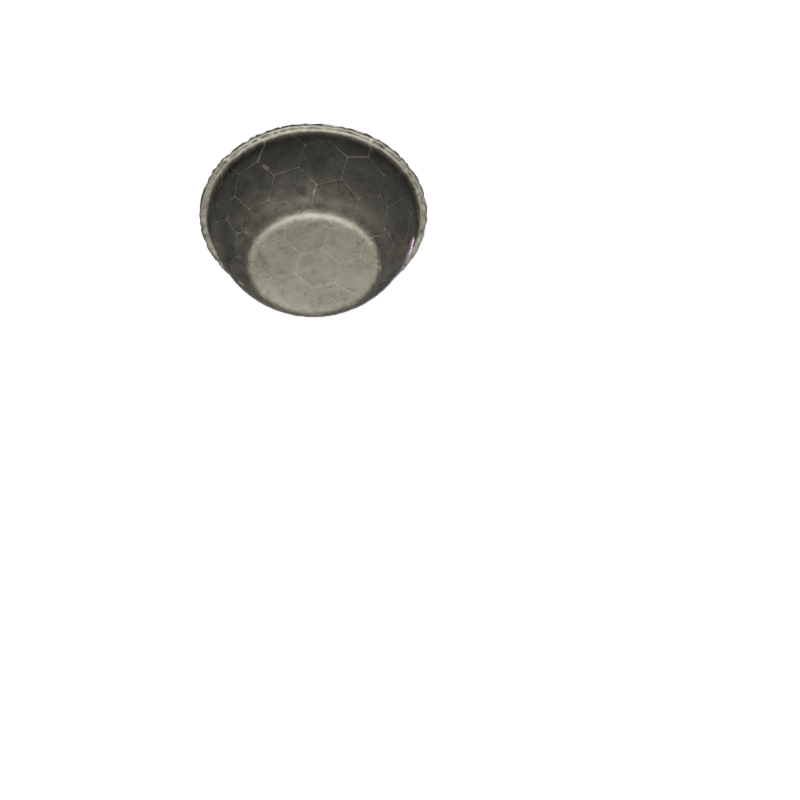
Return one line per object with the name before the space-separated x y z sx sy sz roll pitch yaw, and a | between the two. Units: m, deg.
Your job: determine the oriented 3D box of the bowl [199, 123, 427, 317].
bowl | -0.060 -0.110 0.768 0.162 0.151 0.059 1 43 -1
